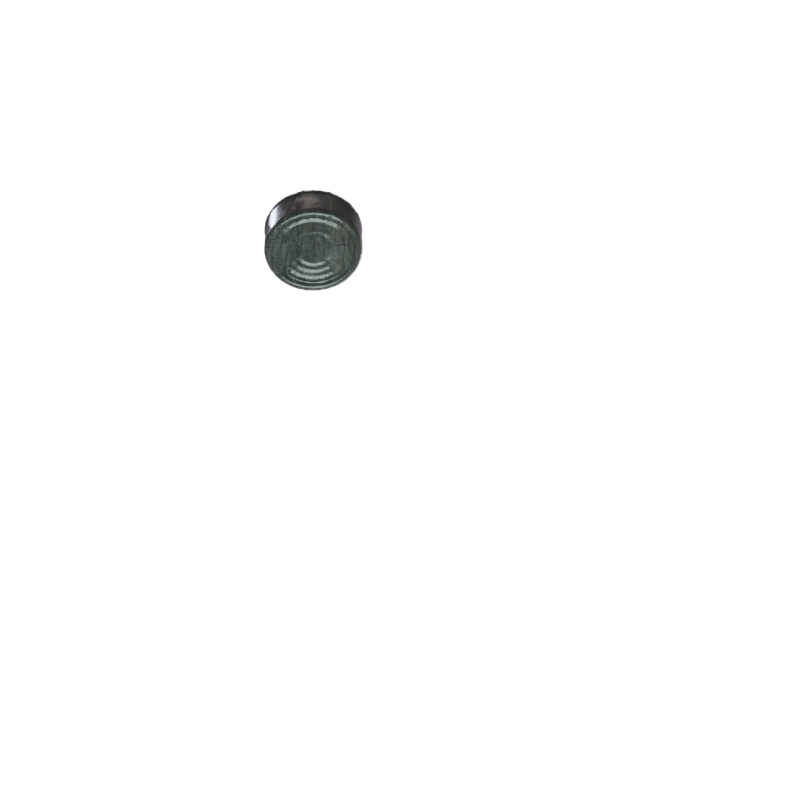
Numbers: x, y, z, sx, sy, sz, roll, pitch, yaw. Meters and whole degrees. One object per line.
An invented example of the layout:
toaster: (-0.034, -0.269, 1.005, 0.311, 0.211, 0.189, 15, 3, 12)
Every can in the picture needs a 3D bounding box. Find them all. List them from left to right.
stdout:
can: (-0.075, -0.137, 0.958, 0.086, 0.080, 0.036, 1, 38, -1)
